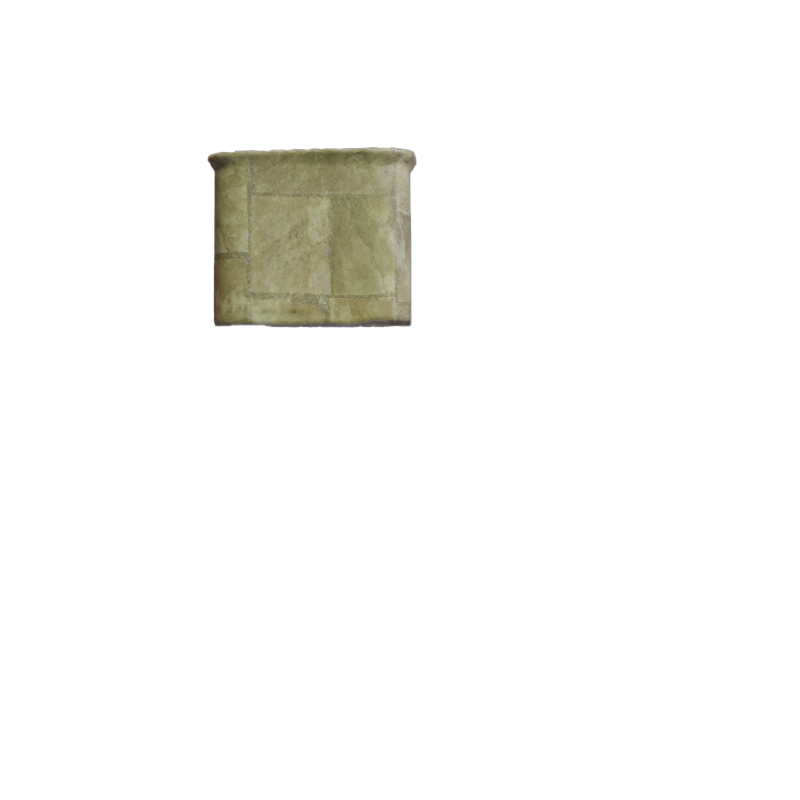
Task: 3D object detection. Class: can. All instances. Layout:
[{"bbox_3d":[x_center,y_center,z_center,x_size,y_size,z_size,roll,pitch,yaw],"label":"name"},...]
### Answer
[{"bbox_3d":[-0.043,-0.078,0.547,0.103,0.085,0.056,0,-3,6],"label":"can"}]
